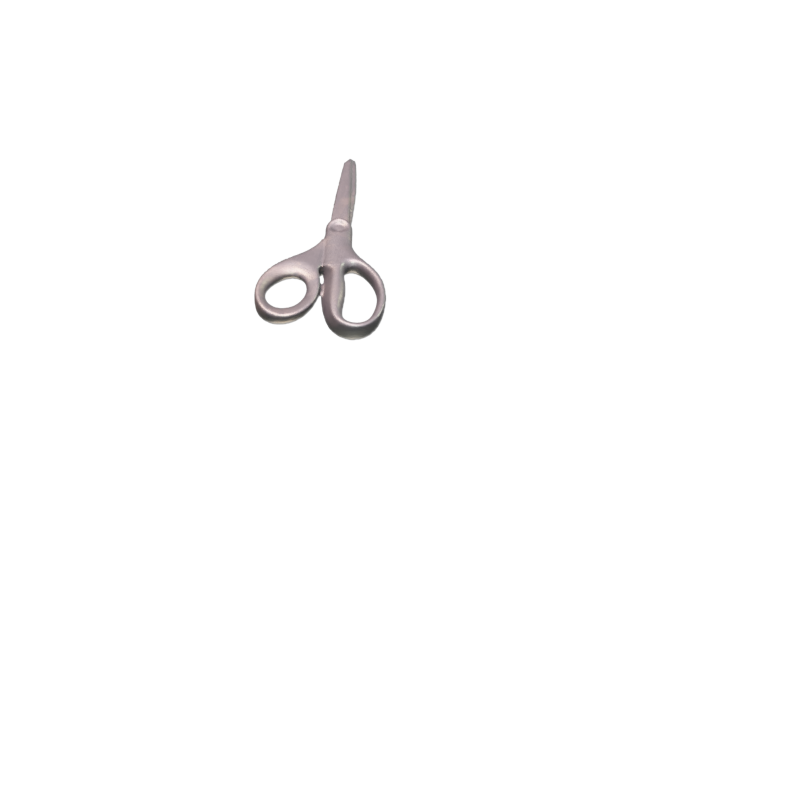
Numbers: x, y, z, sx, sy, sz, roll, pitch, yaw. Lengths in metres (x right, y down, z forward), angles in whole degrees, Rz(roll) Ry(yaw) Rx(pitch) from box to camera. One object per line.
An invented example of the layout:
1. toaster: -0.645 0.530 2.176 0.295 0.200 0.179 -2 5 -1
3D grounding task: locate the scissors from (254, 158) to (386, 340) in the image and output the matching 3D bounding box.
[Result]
1. scissors: -0.062 -0.112 0.787 0.095 0.015 0.218 -7 42 -8
